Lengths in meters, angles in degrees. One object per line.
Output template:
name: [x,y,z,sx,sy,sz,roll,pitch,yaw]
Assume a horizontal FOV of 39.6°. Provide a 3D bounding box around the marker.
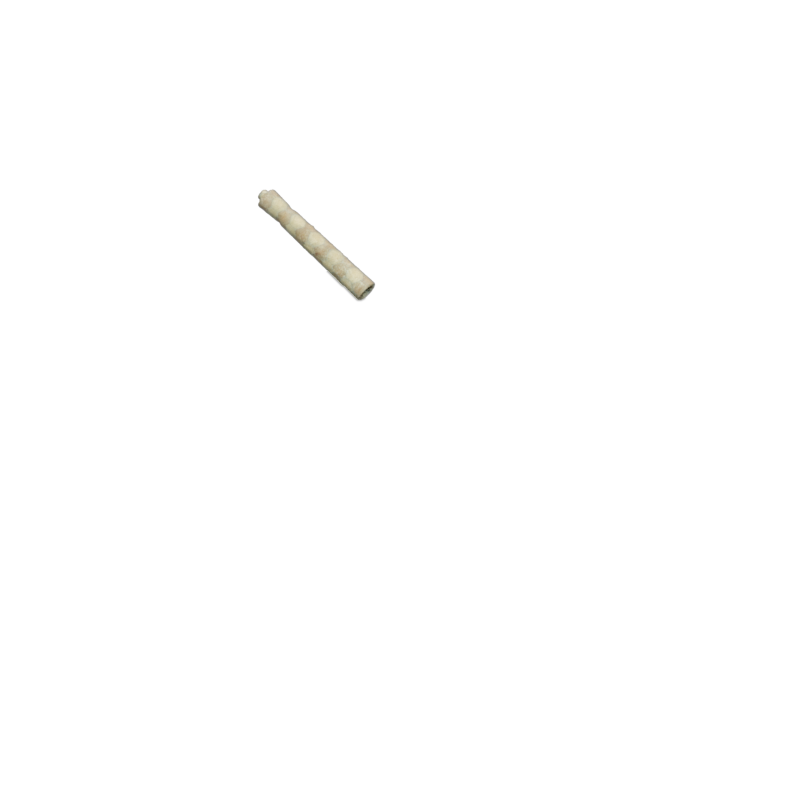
marker: [-0.069,-0.125,0.877,0.127,0.019,0.019,44,19,18]
